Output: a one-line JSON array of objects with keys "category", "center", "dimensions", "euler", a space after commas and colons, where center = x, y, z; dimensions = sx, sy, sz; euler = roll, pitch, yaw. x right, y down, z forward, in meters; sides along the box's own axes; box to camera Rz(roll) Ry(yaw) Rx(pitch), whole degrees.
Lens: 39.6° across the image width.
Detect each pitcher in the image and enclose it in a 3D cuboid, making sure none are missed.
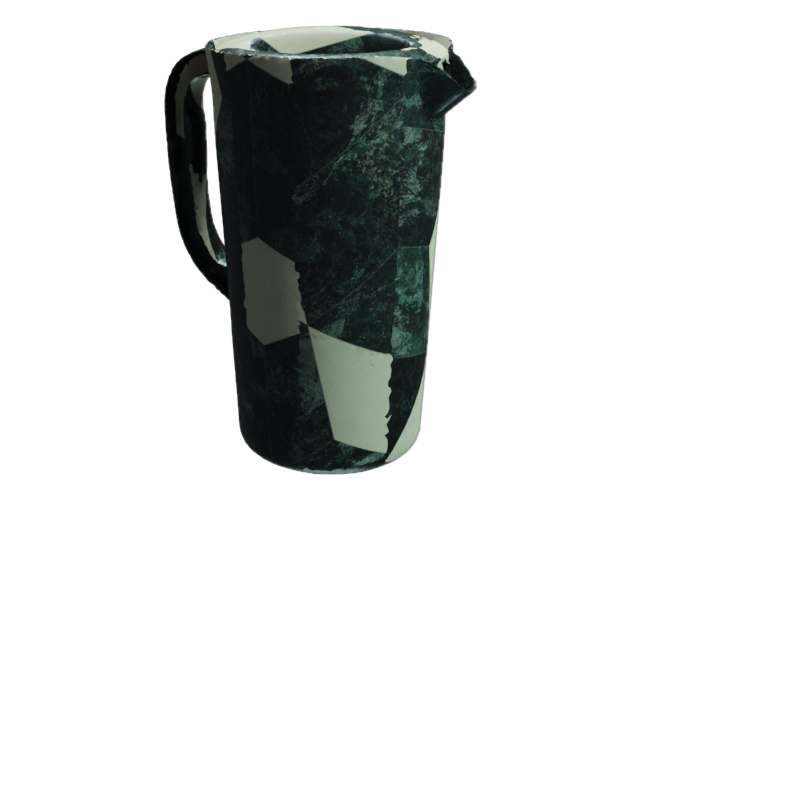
[{"category": "pitcher", "center": [-0.049, -0.090, 0.632], "dimensions": [0.142, 0.233, 0.159], "euler": [-6, 21, -18]}]
